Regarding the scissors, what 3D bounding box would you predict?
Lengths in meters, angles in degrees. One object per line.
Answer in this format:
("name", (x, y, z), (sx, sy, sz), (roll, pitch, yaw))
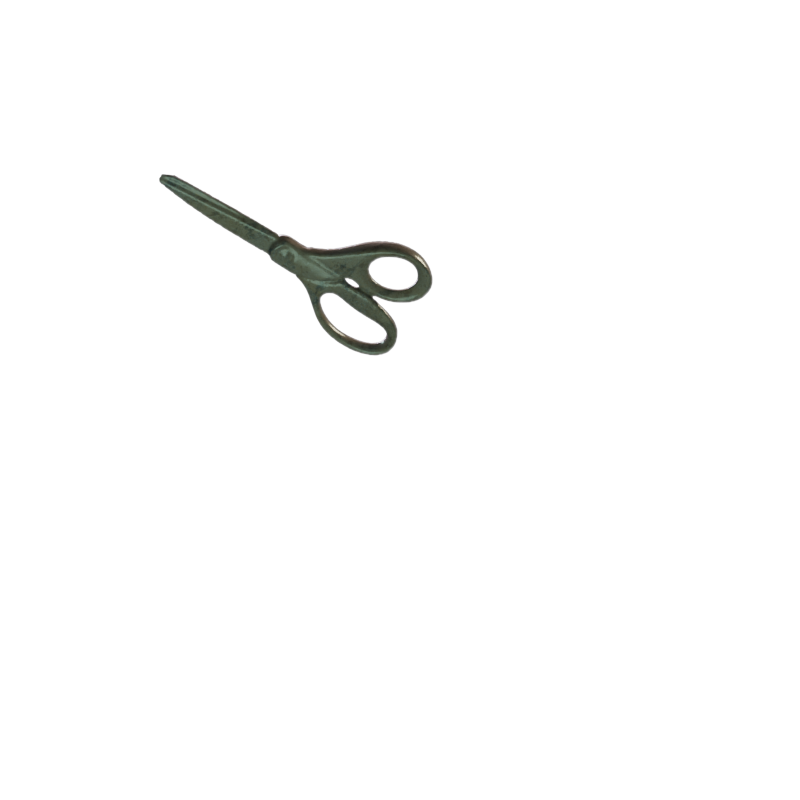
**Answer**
("scissors", (-0.058, -0.106, 0.744), (0.096, 0.190, 0.017), (-35, 26, 20))
